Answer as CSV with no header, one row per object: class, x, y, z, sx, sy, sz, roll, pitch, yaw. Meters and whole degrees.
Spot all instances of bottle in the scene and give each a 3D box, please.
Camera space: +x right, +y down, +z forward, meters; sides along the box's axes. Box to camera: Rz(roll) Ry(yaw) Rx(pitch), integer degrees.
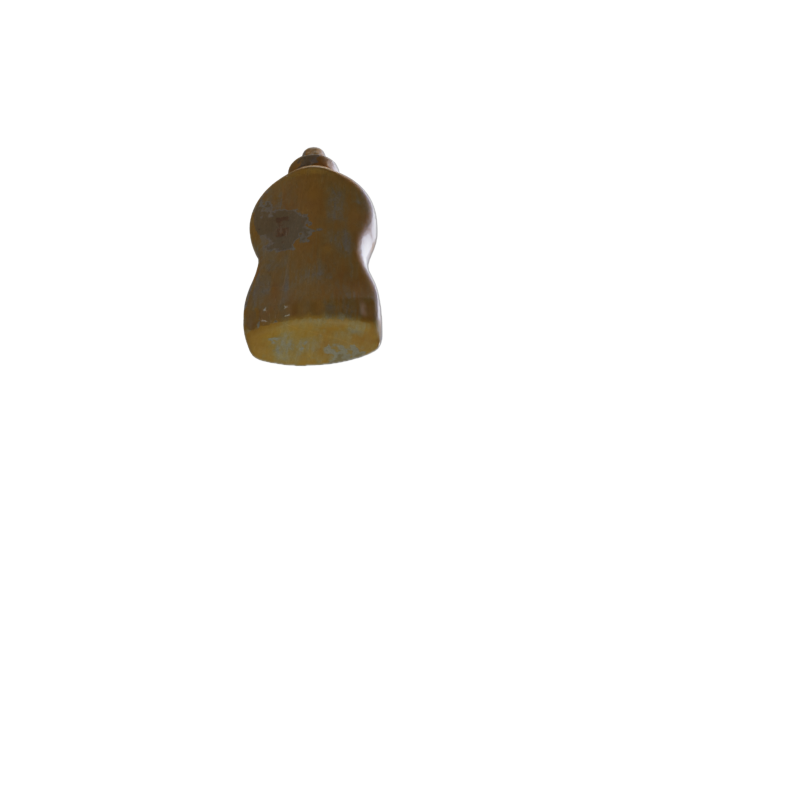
bottle,-0.065,-0.118,0.828,0.096,0.206,0.054,-7,-39,5
